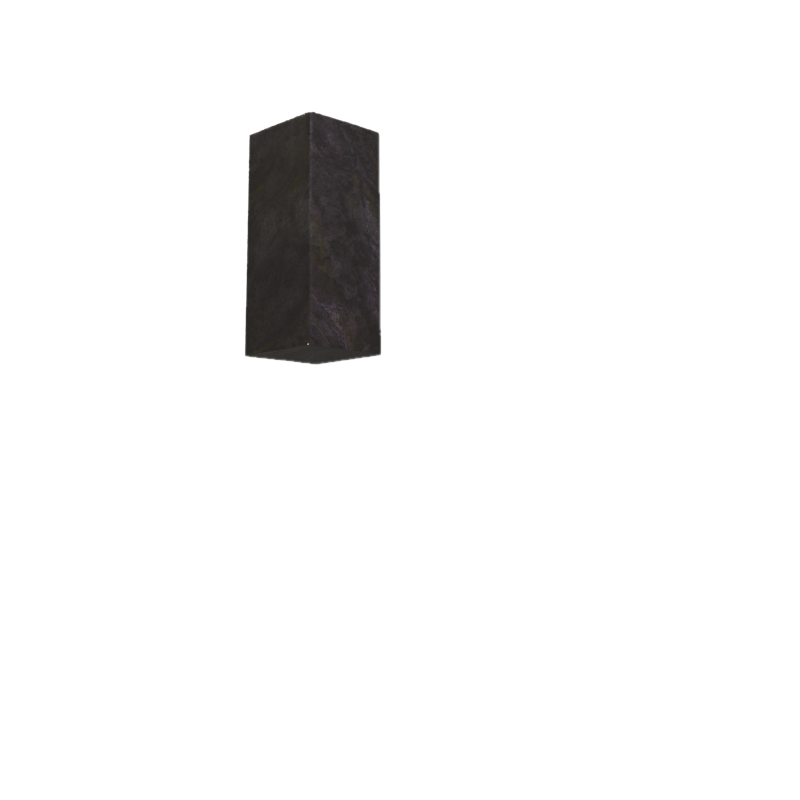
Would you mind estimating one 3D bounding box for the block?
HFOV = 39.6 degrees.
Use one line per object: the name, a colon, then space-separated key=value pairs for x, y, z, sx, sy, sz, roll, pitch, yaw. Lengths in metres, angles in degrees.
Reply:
block: x=-0.078 y=-0.143 z=1.000 sx=0.085 sy=0.213 sz=0.093 roll=11 pitch=-17 yaw=-43
